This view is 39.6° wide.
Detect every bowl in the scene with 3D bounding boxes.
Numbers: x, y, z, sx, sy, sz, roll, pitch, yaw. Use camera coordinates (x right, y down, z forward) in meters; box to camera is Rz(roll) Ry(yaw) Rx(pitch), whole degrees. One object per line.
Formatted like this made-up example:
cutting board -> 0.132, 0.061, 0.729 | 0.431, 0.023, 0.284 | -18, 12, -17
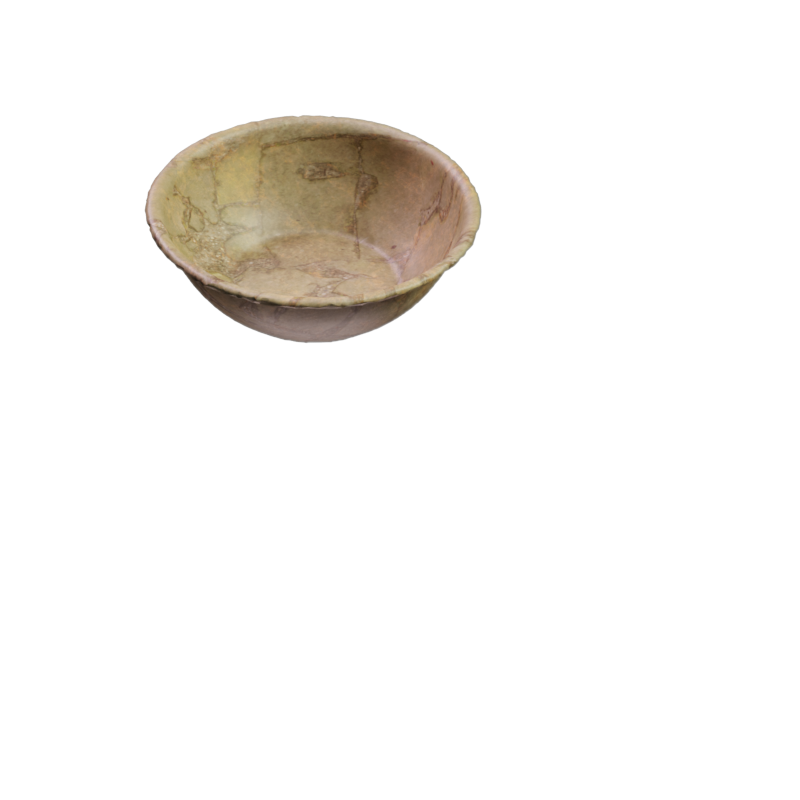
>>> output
bowl -> -0.043, -0.079, 0.552 | 0.162, 0.051, 0.174 | -1, 41, -2
